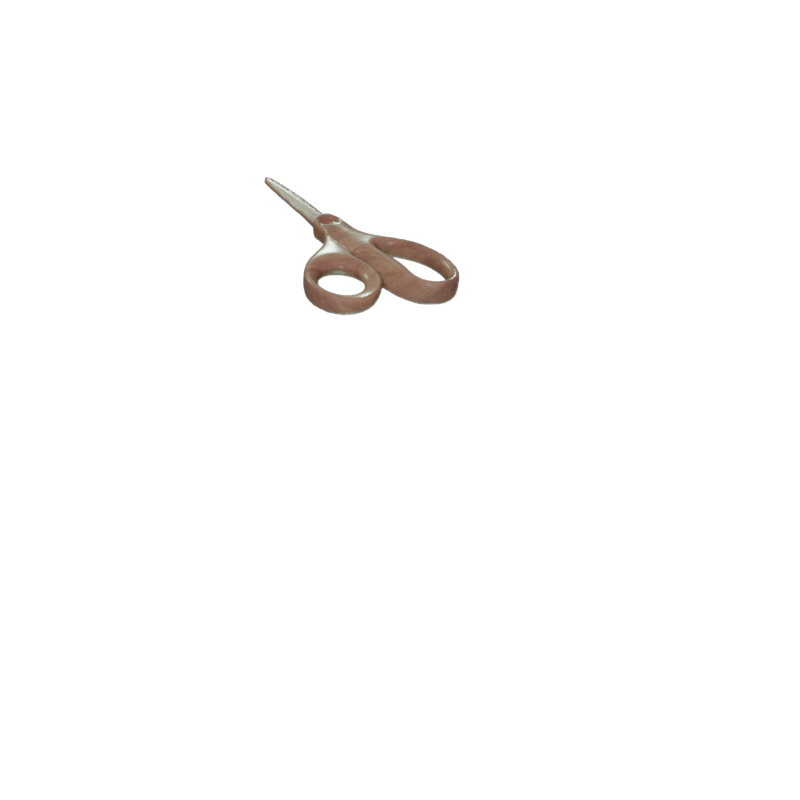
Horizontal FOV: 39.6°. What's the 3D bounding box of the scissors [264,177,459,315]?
[{"bbox_3d":[-0.053,-0.097,0.679,0.095,0.015,0.216,-25,39,-35],"label":"scissors"}]
